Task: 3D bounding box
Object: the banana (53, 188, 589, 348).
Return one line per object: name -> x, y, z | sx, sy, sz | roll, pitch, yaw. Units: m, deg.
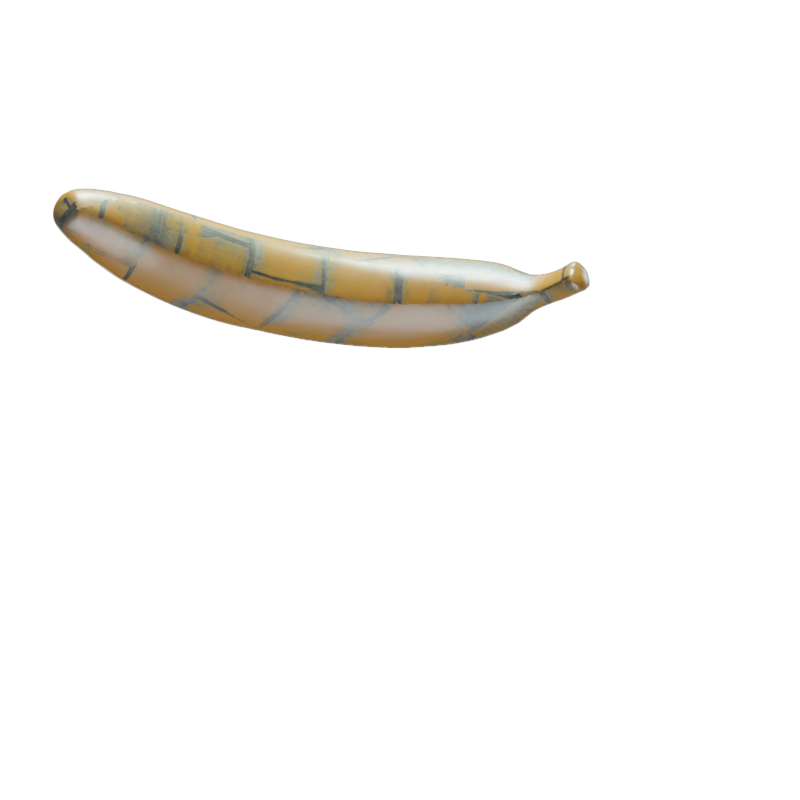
banana -> -0.033, -0.050, 0.430 | 0.195, 0.039, 0.066 | 5, -33, -9
